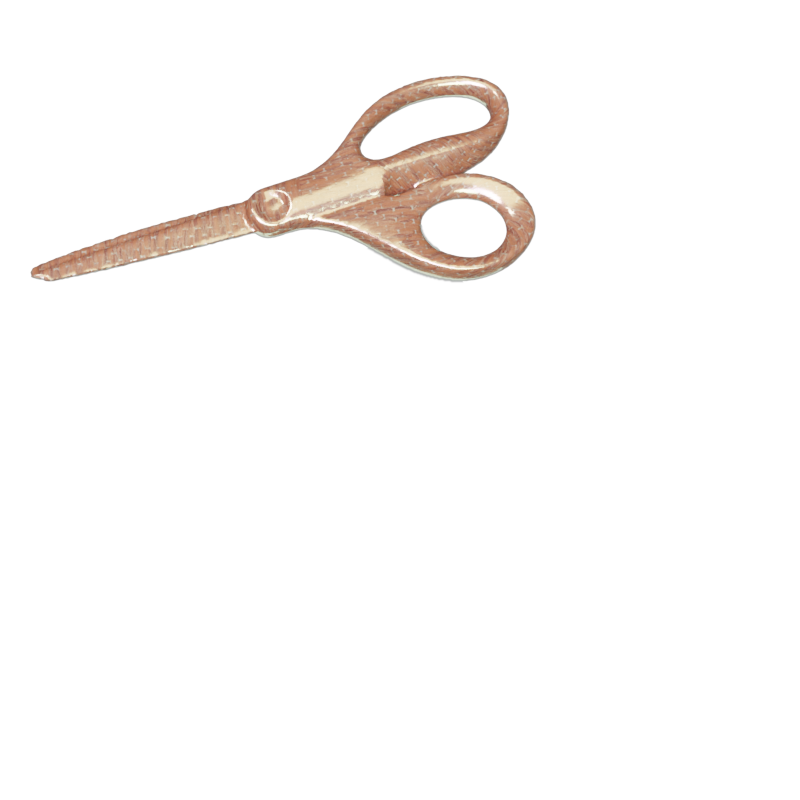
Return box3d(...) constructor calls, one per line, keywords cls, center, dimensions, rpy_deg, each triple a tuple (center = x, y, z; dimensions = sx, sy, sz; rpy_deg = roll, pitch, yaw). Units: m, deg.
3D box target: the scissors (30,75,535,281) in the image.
box3d(cls="scissors", center=(-0.034, -0.062, 0.436), dimensions=(0.202, 0.101, 0.015), rpy_deg=(-31, -19, -12))
